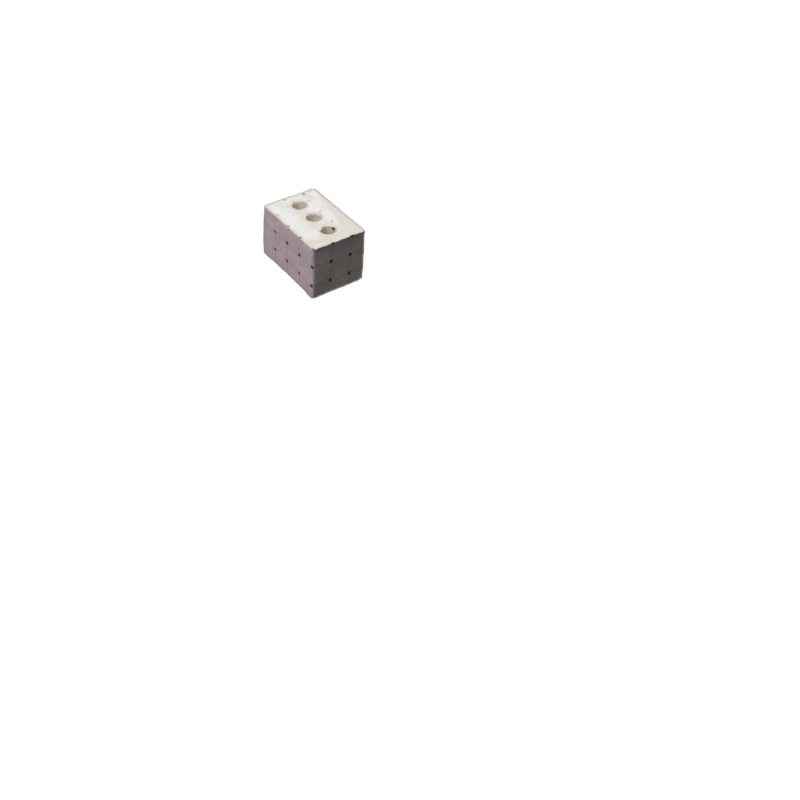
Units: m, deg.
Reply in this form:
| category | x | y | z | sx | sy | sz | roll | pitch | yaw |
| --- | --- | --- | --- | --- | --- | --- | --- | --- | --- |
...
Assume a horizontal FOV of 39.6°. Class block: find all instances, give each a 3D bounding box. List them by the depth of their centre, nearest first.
| category | x | y | z | sx | sy | sz | roll | pitch | yaw |
| --- | --- | --- | --- | --- | --- | --- | --- | --- | --- |
| block | -0.072 | -0.131 | 0.918 | 0.052 | 0.048 | 0.084 | -23 | 45 | -27 |
